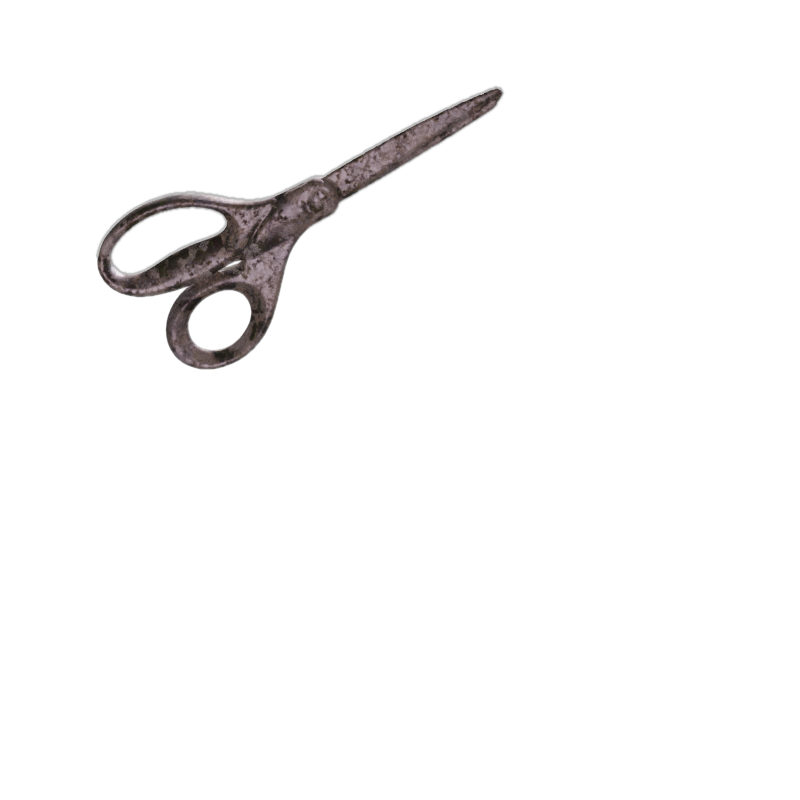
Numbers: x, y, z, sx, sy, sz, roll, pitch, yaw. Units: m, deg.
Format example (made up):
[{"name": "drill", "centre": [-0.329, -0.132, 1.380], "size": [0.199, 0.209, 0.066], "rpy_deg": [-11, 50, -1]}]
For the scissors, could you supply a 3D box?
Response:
[{"name": "scissors", "centre": [-0.041, -0.074, 0.519], "size": [0.202, 0.092, 0.016], "rpy_deg": [-14, 18, 5]}]
